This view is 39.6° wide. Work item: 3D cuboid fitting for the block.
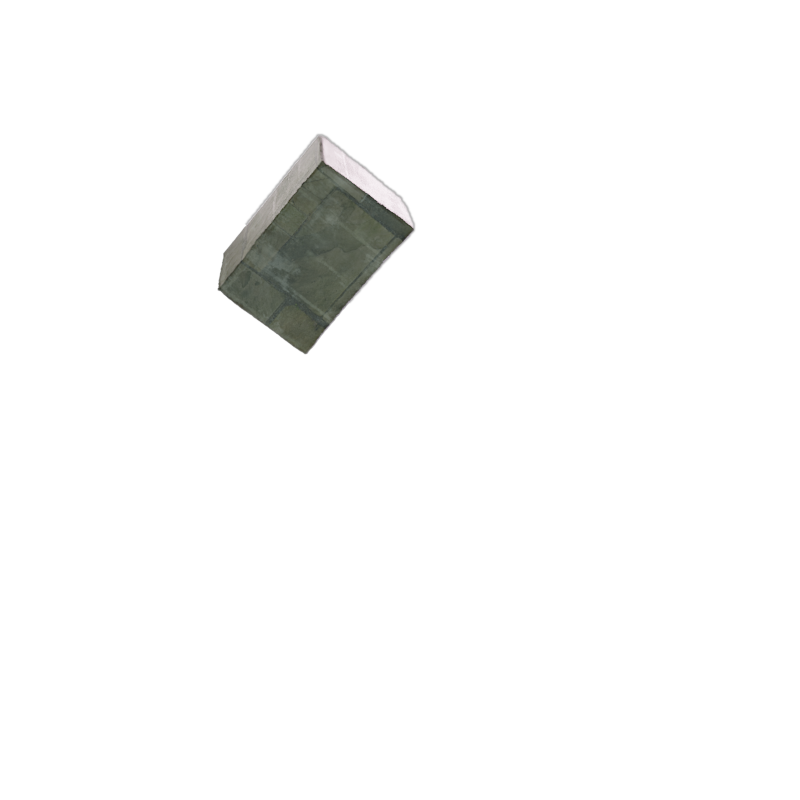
[{"bbox_3d":[-0.040,-0.072,0.505,0.051,0.077,0.054,38,17,-16],"label":"block"}]
